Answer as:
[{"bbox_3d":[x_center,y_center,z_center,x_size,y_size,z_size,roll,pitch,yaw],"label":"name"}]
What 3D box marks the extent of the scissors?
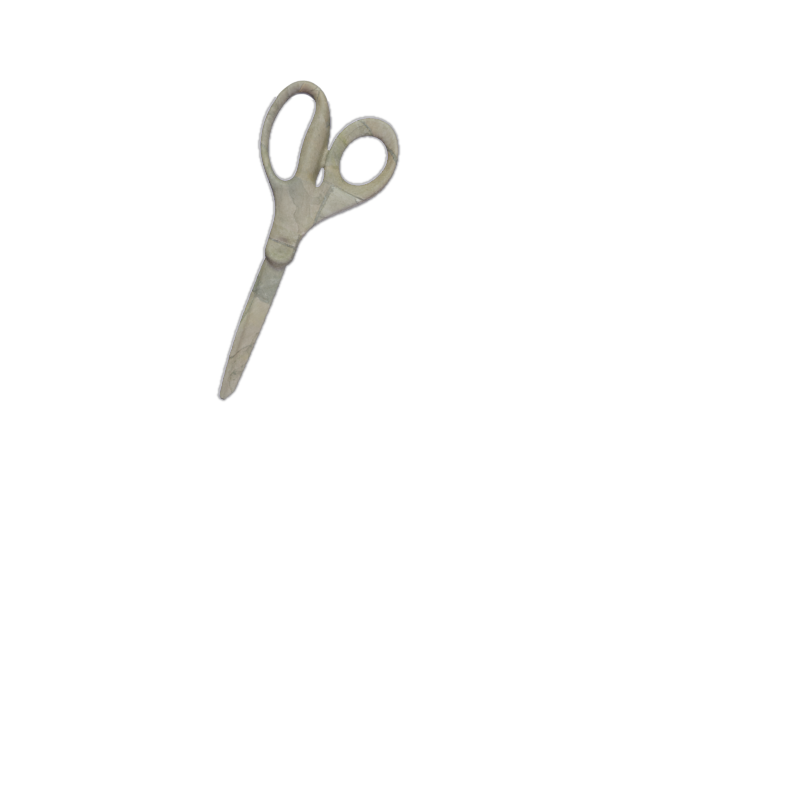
[{"bbox_3d":[-0.053,-0.097,0.680,0.096,0.207,0.015,4,-10,1],"label":"scissors"}]
